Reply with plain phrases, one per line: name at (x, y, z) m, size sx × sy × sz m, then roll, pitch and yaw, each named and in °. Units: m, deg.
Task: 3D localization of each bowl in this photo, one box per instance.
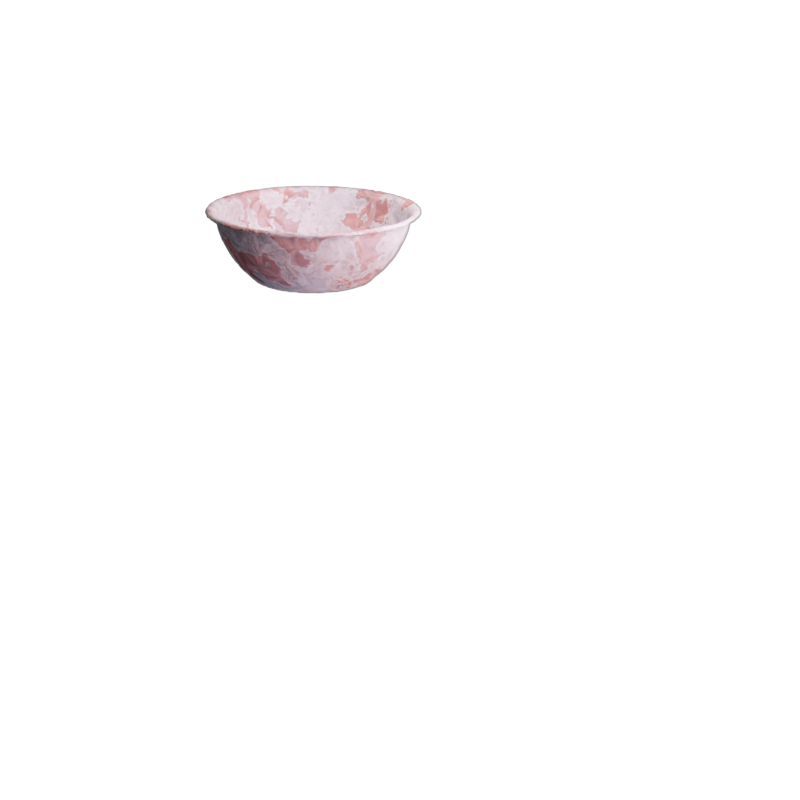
bowl at (-0.065, -0.119, 0.835) m, size 0.162 × 0.053 × 0.169 m, roll -1°, pitch 21°, yaw -2°
